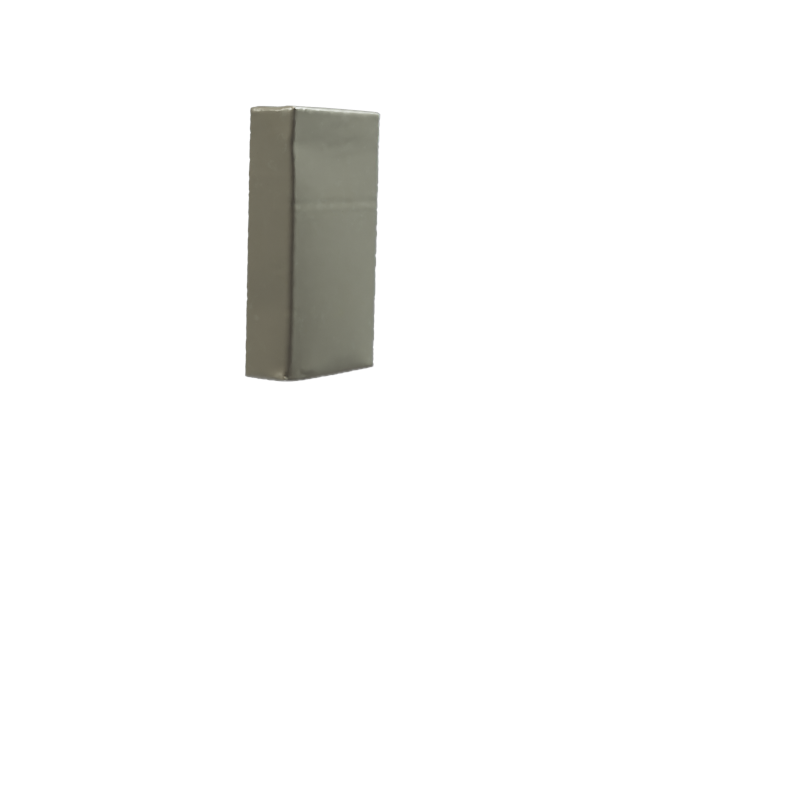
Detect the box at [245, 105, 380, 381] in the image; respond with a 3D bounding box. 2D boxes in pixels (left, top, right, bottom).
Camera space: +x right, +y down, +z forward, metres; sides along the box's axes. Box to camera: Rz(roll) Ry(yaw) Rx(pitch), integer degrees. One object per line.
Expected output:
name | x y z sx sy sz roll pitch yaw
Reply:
box | -0.058 -0.105 0.736 0.050 0.175 0.090 3 5 37
